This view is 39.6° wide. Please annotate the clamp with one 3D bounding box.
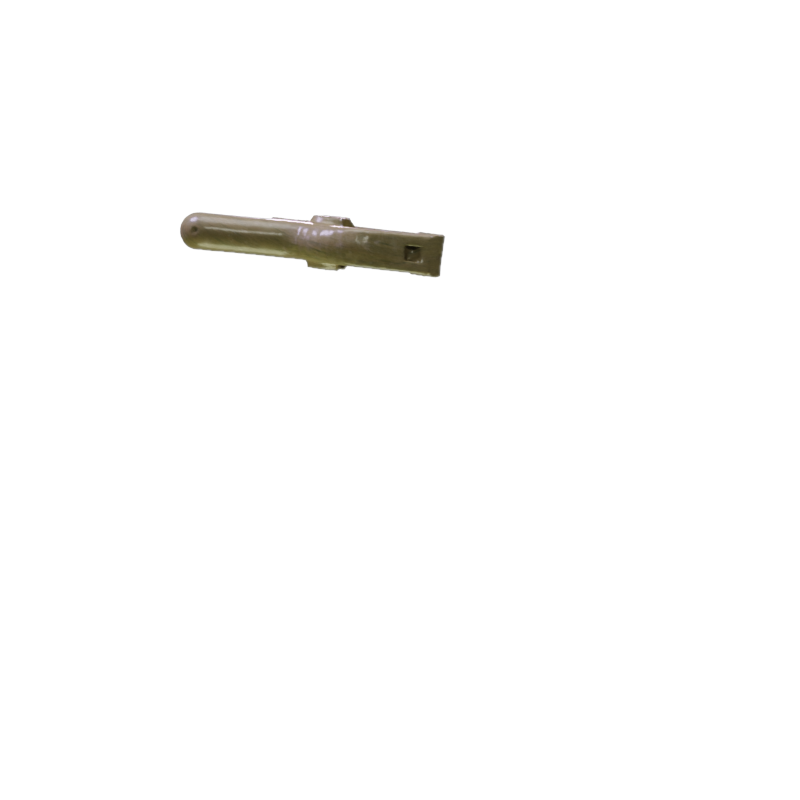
[{"bbox_3d":[-0.058,-0.105,0.738,0.179,0.038,0.117,9,15,35],"label":"clamp"}]
